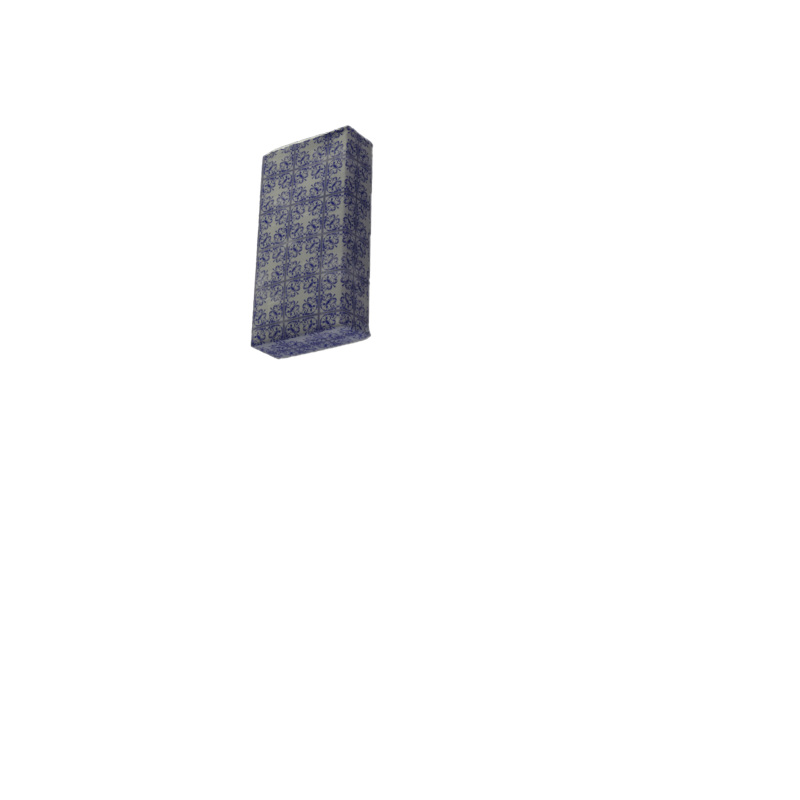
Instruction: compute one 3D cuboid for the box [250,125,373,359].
[{"bbox_3d":[-0.071,-0.129,0.900,0.095,0.185,0.045,-14,-25,30],"label":"box"}]
